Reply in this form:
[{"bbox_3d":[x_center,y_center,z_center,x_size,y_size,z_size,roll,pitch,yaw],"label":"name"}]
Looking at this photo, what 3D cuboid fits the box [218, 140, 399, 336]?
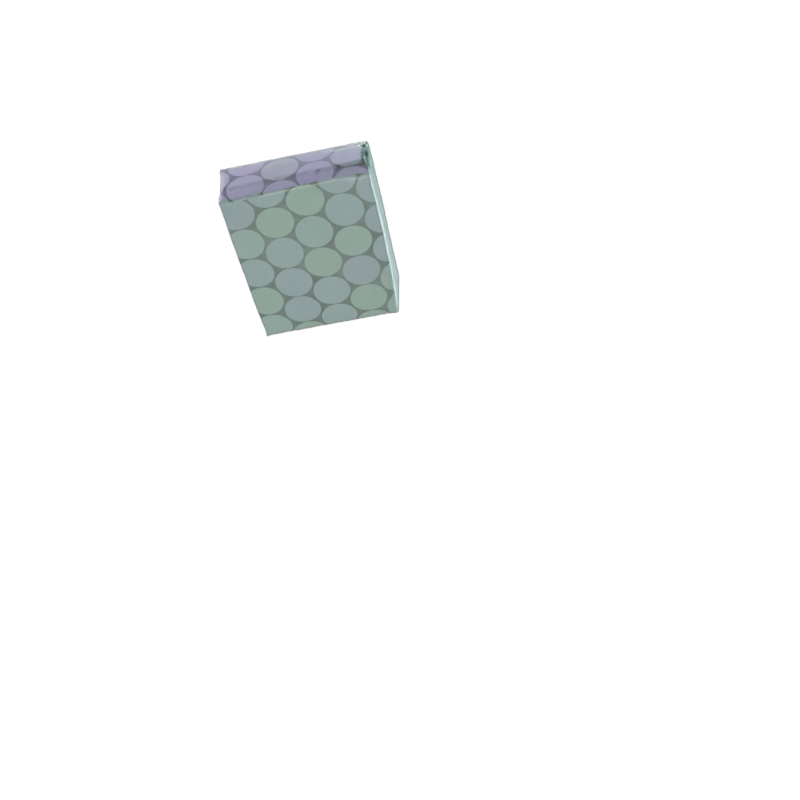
[{"bbox_3d":[-0.052,-0.095,0.668,0.090,0.105,0.042,-9,40,7],"label":"box"}]
